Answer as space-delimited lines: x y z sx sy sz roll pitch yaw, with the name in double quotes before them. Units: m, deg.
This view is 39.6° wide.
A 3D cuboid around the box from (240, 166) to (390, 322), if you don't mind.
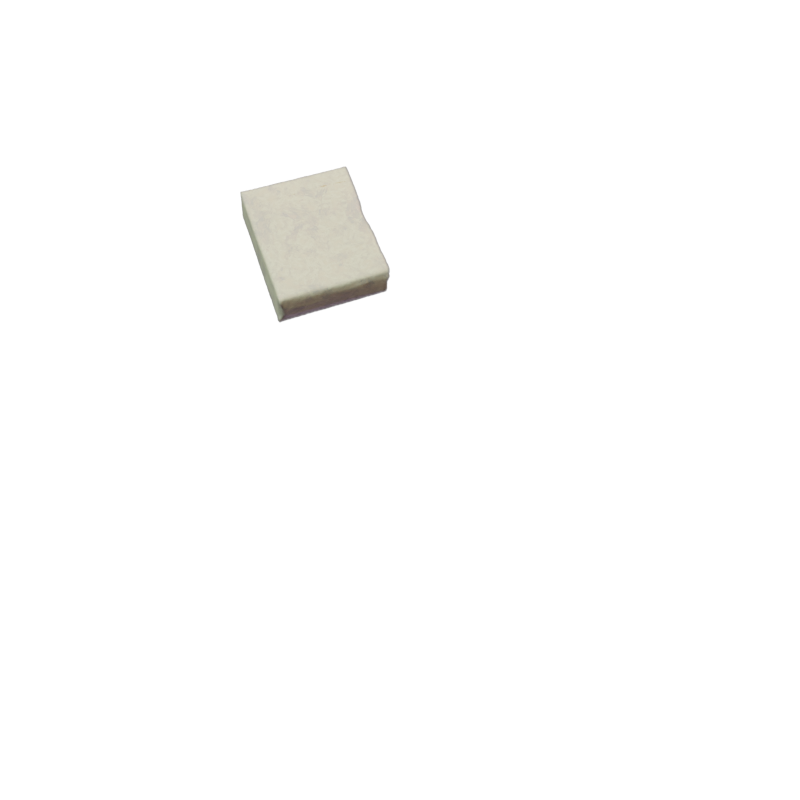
"box" -0.055 -0.101 0.708 0.073 0.096 0.028 -16 -30 -10
